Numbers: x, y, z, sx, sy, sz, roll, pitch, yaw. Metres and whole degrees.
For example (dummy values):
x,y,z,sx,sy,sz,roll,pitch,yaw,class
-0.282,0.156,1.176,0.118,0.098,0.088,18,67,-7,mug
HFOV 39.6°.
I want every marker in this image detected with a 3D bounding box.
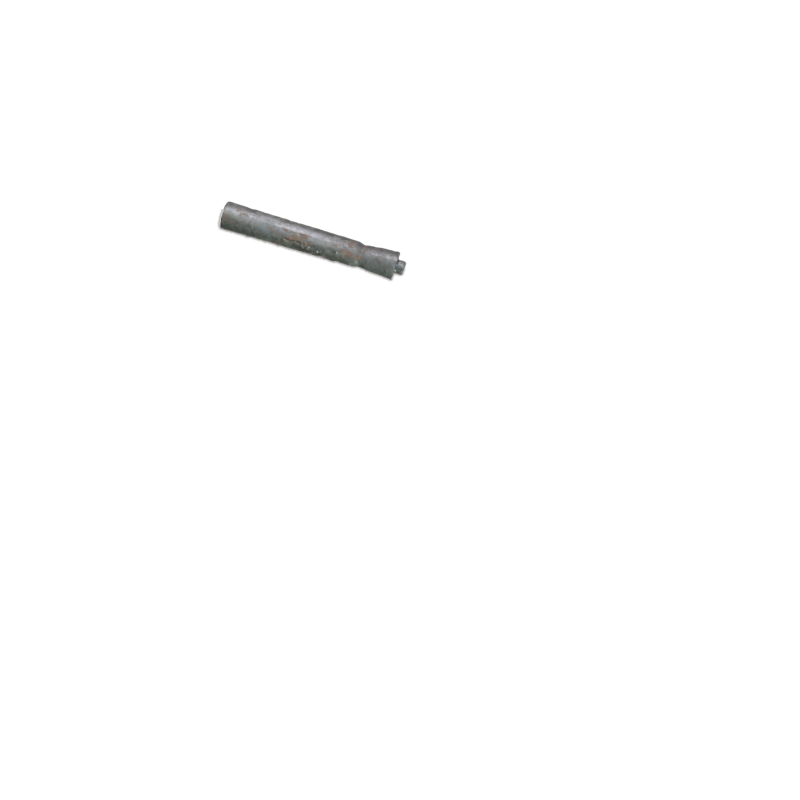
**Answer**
x,y,z,sx,sy,sz,roll,pitch,yaw,class
-0.055,-0.101,0.707,0.122,0.020,0.020,17,5,6,marker
